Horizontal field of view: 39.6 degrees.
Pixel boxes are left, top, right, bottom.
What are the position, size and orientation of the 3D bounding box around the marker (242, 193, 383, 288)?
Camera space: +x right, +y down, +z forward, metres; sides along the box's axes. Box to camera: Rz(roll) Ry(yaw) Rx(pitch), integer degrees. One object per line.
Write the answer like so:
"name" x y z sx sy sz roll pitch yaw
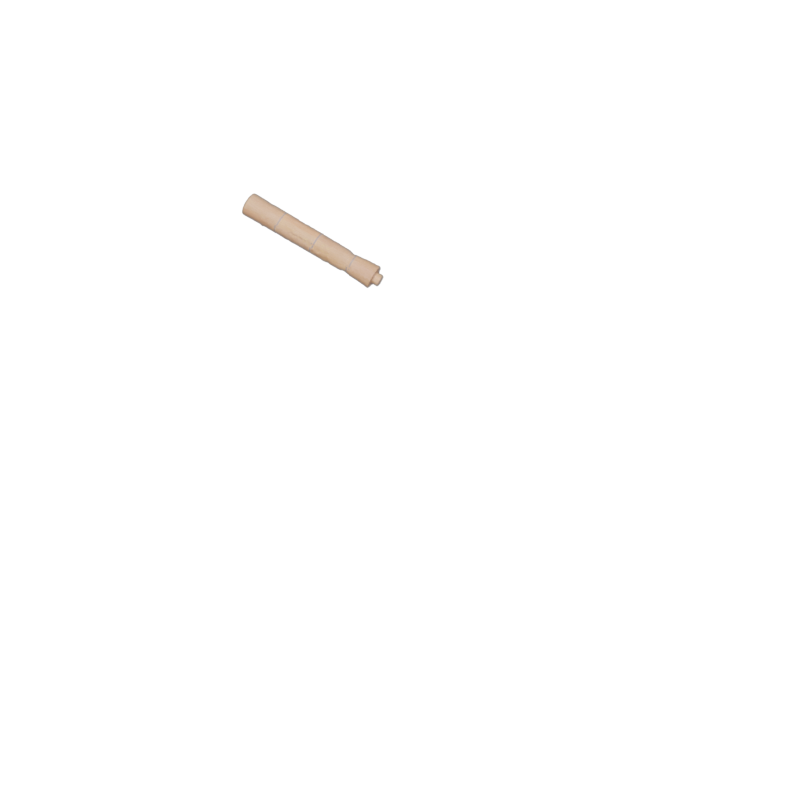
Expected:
"marker" -0.066 -0.121 0.850 0.125 0.019 0.019 32 10 13
